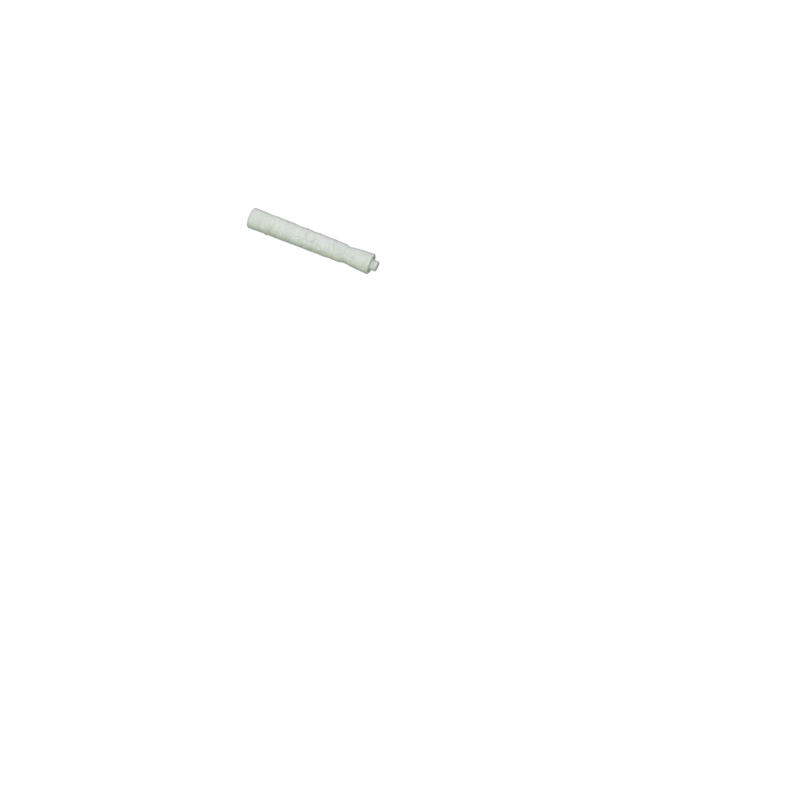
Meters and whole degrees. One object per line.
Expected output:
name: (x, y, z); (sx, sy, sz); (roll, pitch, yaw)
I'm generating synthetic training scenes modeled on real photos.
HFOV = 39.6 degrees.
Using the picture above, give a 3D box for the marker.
marker: (-0.075, -0.137, 0.960); (0.124, 0.019, 0.019); (23, 9, 14)
